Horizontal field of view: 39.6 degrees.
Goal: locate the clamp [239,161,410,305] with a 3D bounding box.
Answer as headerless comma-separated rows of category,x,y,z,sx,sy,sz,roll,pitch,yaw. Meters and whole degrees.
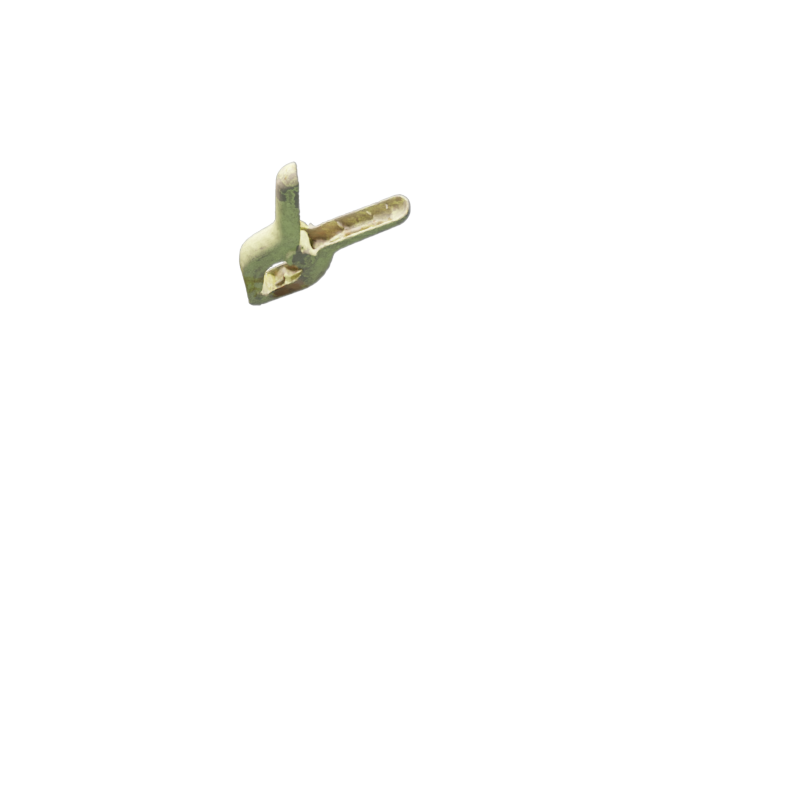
clamp,-0.072,-0.132,0.924,0.116,0.042,0.166,13,-33,-22
